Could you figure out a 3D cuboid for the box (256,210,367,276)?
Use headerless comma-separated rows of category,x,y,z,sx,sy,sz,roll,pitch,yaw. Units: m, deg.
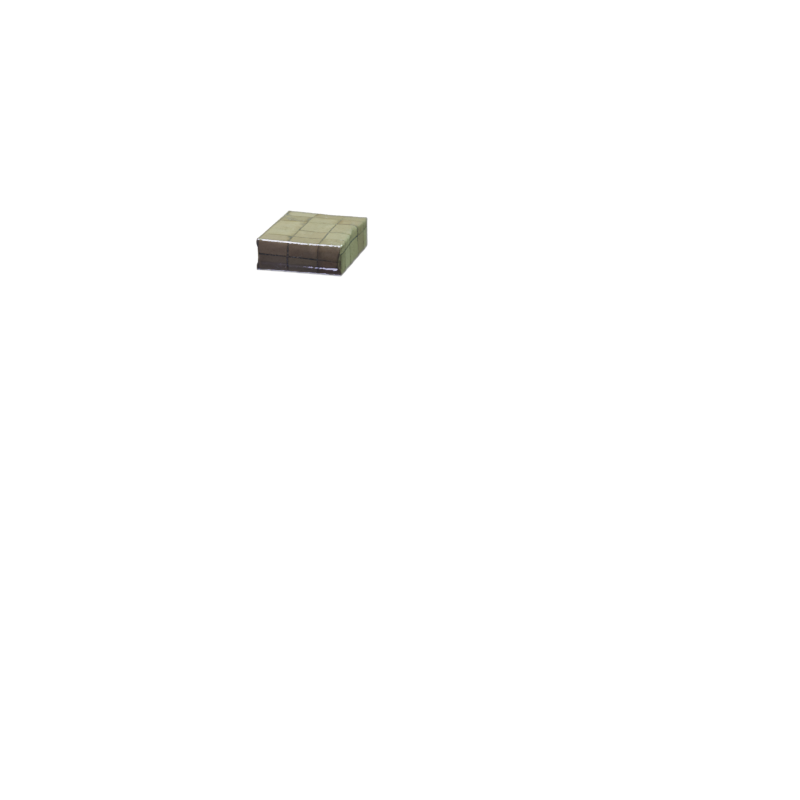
box,-0.073,-0.133,0.930,0.075,0.029,0.091,6,24,13
